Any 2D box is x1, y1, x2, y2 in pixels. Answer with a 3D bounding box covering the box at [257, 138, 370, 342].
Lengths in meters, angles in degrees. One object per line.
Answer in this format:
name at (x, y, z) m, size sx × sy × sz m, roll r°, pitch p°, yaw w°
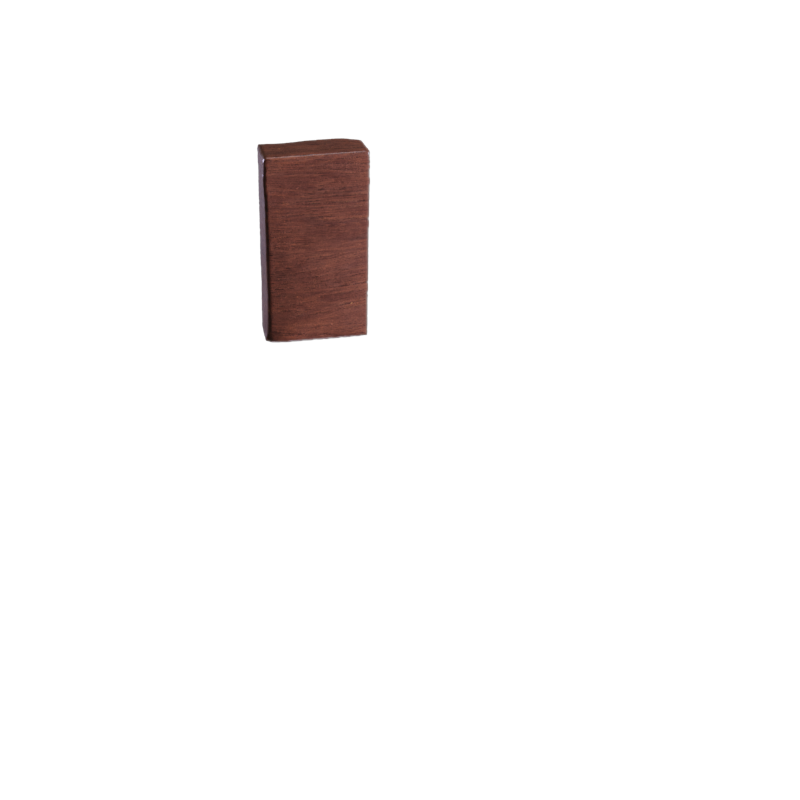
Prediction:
box at (-0.076, -0.138, 0.967) m, size 0.092 × 0.168 × 0.051 m, roll -4°, pitch 24°, yaw -12°
